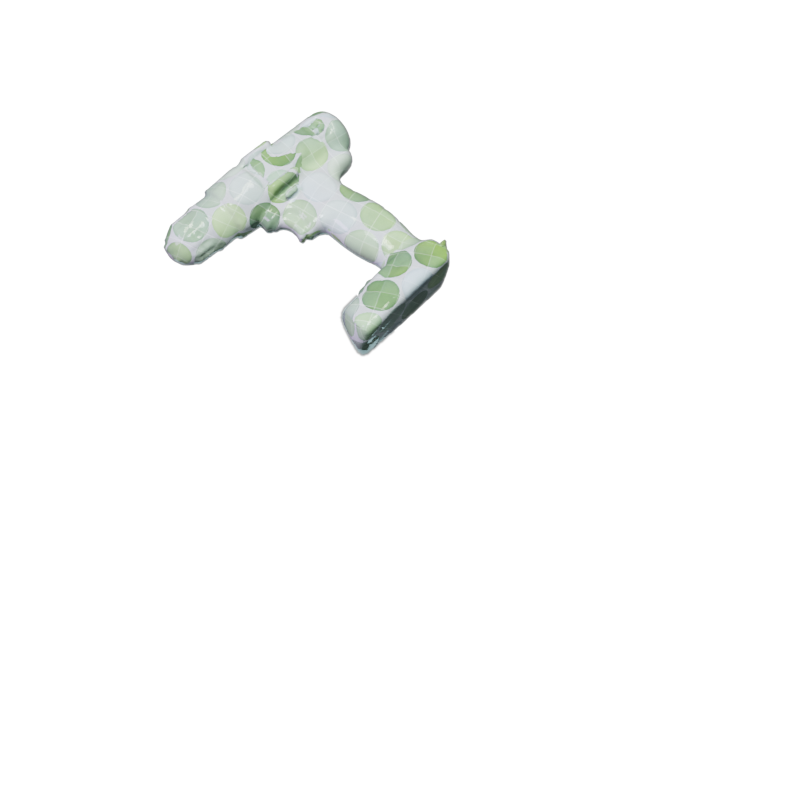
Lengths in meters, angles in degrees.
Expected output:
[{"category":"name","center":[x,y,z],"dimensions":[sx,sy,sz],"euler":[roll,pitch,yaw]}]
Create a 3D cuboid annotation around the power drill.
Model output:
[{"category":"power drill","center":[-0.069,-0.126,0.886],"dimensions":[0.186,0.196,0.054],"euler":[-41,-18,-17]}]
